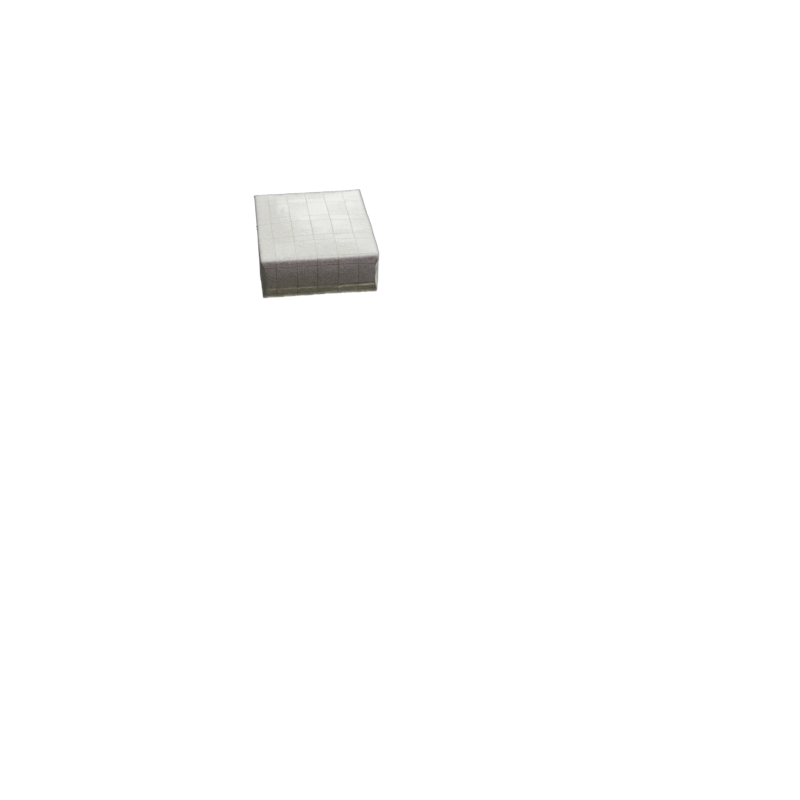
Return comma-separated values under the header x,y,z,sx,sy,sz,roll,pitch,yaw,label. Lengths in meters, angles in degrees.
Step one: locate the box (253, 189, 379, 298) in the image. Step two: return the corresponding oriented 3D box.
x,y,z,sx,sy,sz,roll,pitch,yaw,label
-0.069,-0.125,0.878,0.089,0.037,0.122,-4,33,-7,box
